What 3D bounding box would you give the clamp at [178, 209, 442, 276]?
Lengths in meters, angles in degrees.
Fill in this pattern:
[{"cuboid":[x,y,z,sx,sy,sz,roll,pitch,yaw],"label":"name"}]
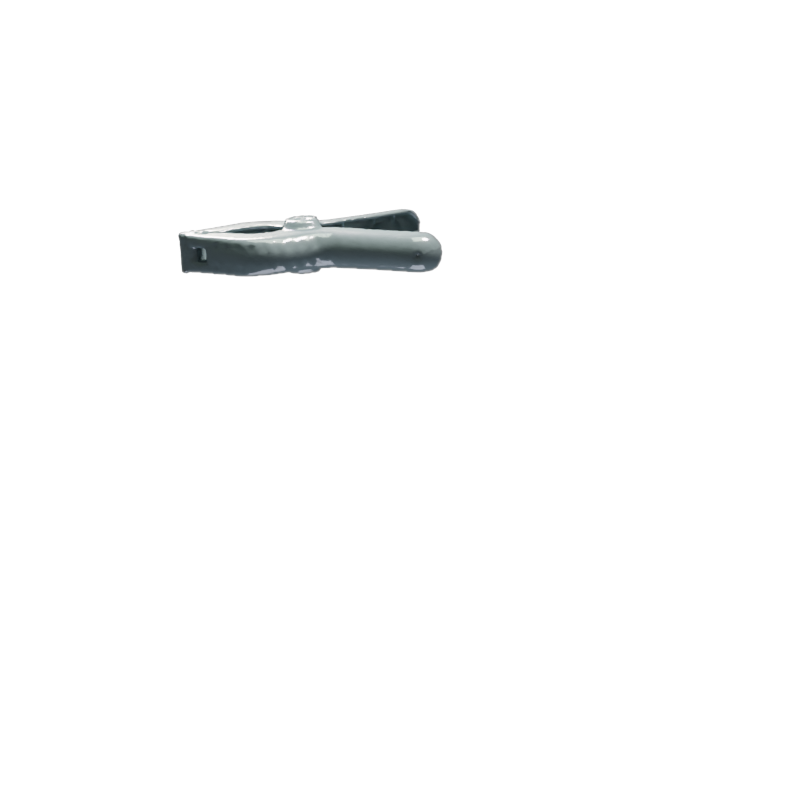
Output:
[{"cuboid":[-0.058,-0.106,0.741,0.173,0.038,0.122,1,12,5],"label":"clamp"}]
